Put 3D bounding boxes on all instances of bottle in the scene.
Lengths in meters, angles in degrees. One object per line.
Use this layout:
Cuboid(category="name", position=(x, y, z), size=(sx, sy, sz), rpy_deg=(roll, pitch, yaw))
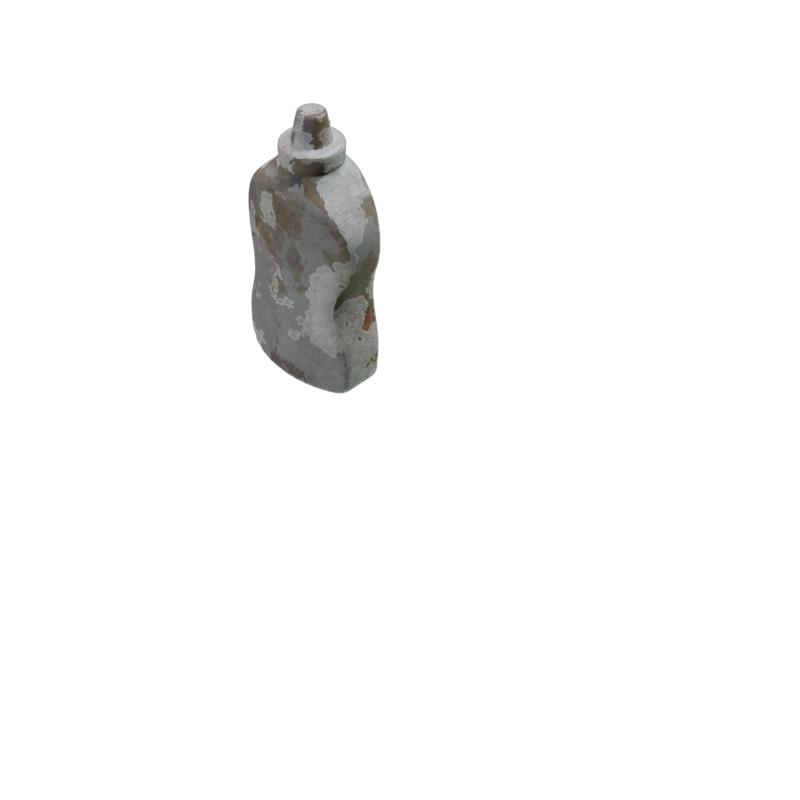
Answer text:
Cuboid(category="bottle", position=(-0.055, -0.100, 0.700), size=(0.058, 0.179, 0.103), rpy_deg=(-29, 49, -33))
